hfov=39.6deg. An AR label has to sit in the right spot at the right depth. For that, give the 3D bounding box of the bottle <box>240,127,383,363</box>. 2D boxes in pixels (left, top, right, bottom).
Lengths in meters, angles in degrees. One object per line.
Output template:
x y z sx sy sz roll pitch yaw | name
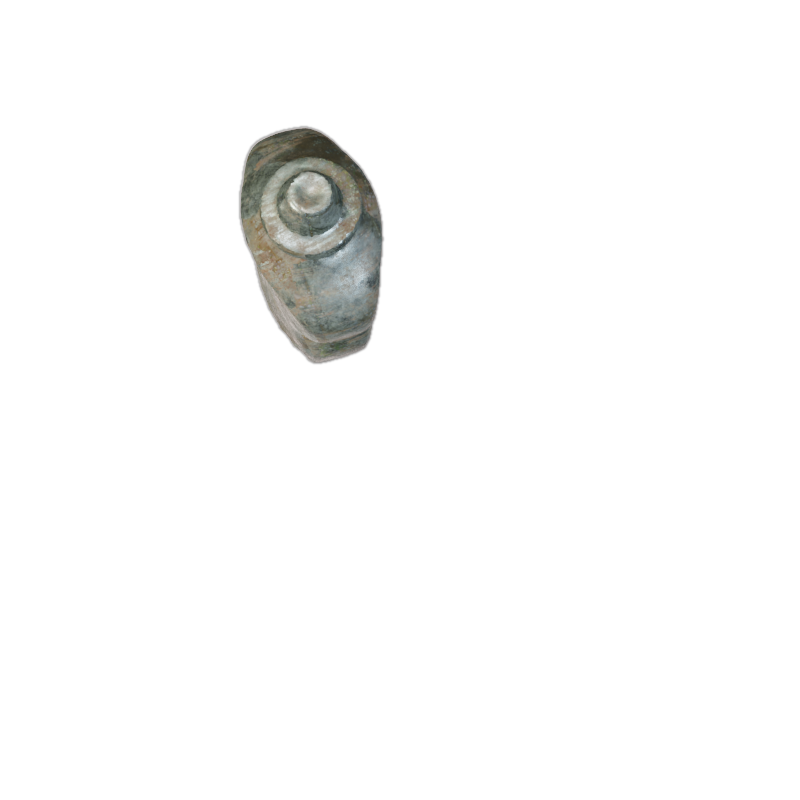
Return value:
-0.040 -0.073 0.511 0.058 0.098 0.188 -16 -4 -5 | bottle
